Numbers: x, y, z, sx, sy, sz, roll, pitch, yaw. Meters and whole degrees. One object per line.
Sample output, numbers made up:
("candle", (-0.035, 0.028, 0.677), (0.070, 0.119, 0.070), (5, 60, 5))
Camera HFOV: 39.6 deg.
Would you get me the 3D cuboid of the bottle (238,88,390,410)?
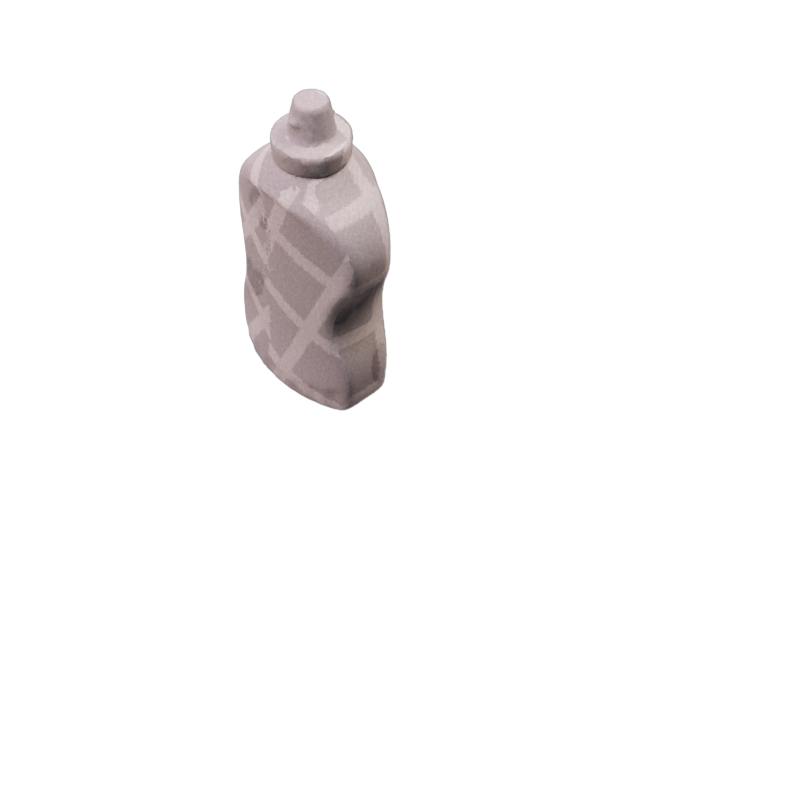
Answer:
("bottle", (-0.047, -0.085, 0.594), (0.058, 0.179, 0.103), (-30, 56, -27))
